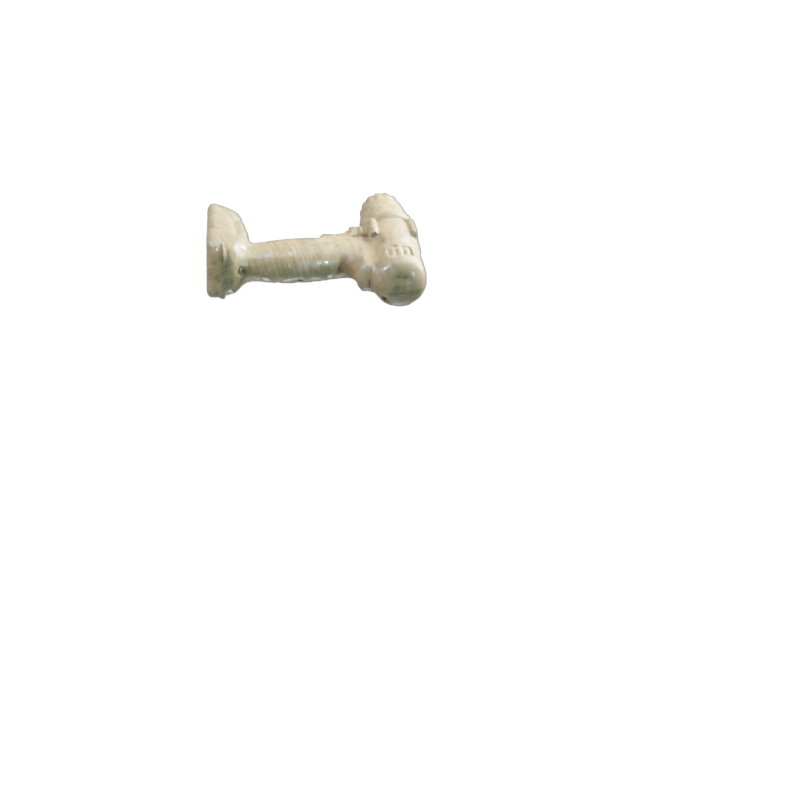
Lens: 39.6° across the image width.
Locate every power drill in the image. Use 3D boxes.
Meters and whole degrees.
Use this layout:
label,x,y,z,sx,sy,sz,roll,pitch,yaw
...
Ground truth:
label,x,y,z,sx,sy,sz,roll,pitch,yaw
power drill,-0.076,-0.139,0.974,0.187,0.054,0.195,-2,27,-5
